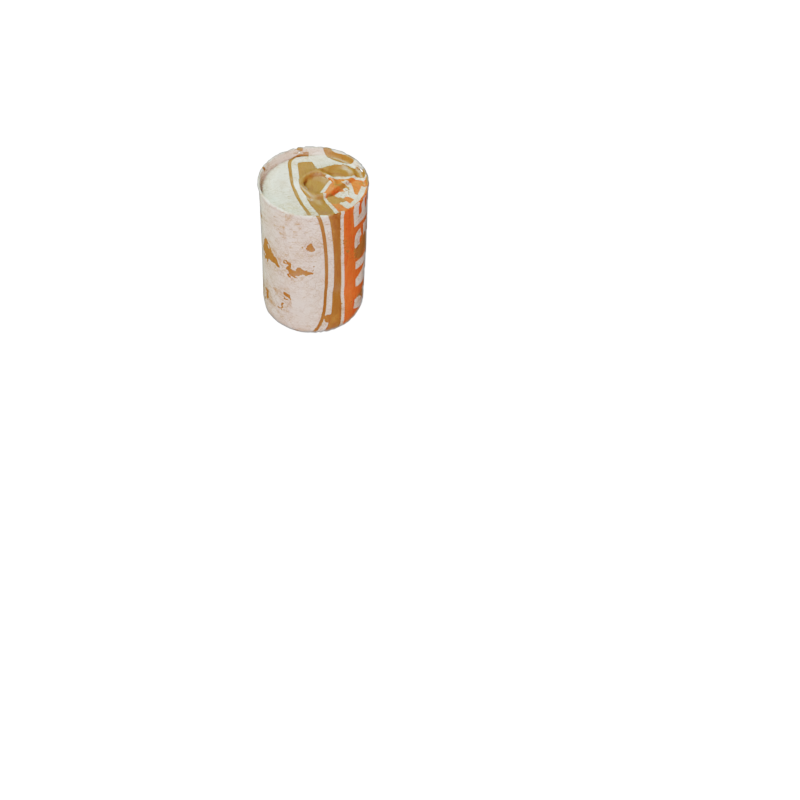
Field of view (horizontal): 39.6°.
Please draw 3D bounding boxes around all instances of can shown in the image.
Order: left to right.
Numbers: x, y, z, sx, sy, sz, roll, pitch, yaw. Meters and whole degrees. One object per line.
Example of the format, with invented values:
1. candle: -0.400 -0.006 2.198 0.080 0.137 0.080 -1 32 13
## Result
1. can: -0.055 -0.101 0.705 0.068 0.074 0.095 0 -43 -3
